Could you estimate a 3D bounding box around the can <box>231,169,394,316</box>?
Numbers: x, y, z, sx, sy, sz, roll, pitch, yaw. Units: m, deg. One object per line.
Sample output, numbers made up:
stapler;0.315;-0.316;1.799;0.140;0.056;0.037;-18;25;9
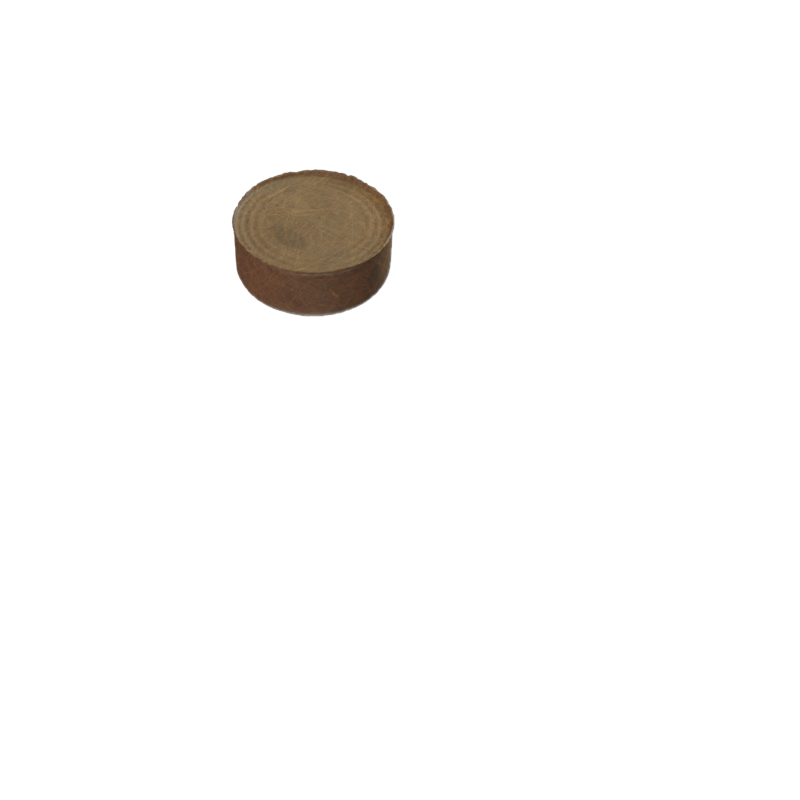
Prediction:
can;-0.047;-0.085;0.594;0.086;0.031;0.092;-1;45;-1
